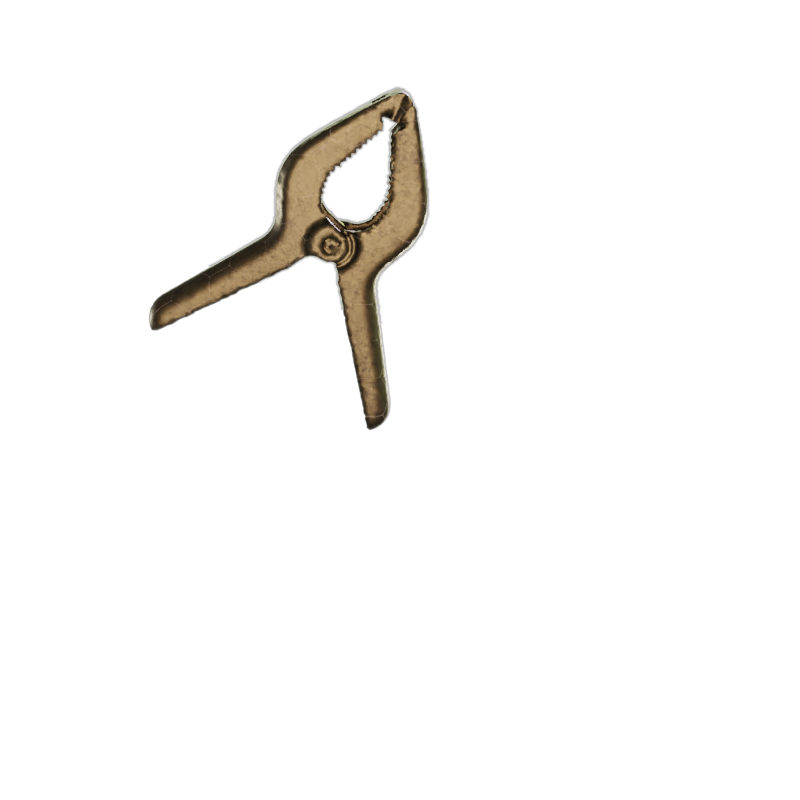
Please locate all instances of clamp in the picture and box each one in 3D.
[{"bbox_3d":[-0.053,-0.097,0.683,0.163,0.205,0.038,19,14,-5],"label":"clamp"}]
